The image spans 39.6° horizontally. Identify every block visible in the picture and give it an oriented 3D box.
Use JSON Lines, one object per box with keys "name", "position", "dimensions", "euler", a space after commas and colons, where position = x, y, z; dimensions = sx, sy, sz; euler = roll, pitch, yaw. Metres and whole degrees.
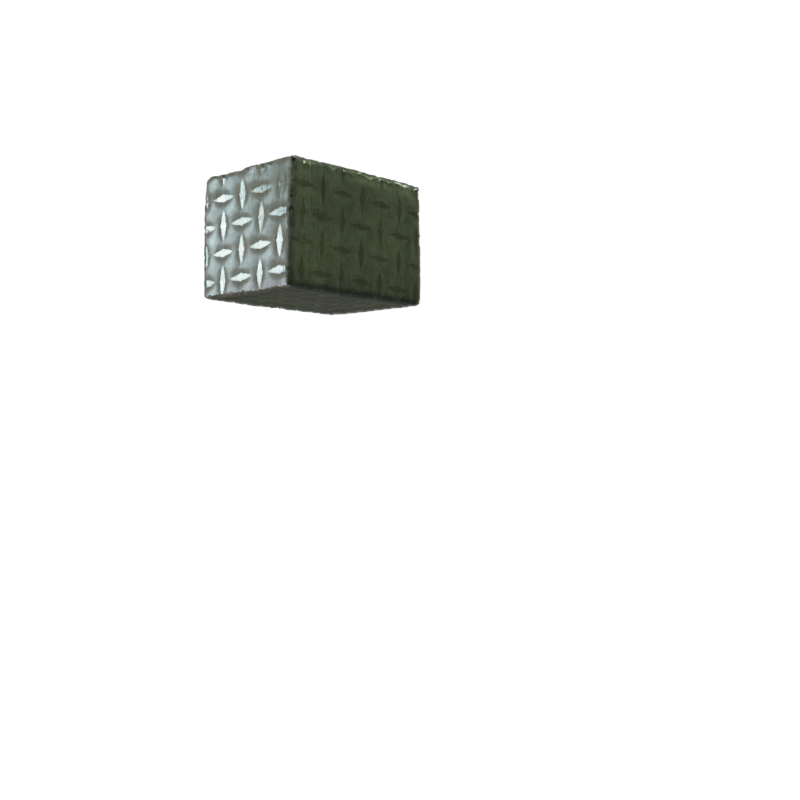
{"name": "block", "position": [-0.036, -0.065, 0.456], "dimensions": [0.054, 0.052, 0.074], "euler": [-6, -8, 42]}
